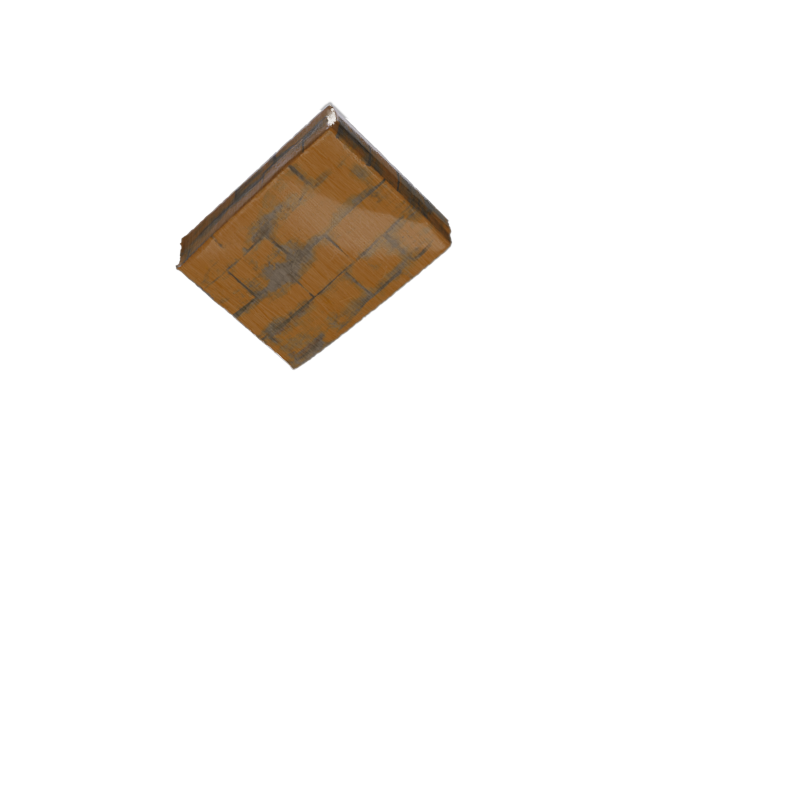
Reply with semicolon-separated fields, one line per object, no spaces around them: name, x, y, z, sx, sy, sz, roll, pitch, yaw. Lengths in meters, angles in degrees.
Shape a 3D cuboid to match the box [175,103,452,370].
box;-0.044;-0.081;0.567;0.112;0.086;0.041;-39;21;18
